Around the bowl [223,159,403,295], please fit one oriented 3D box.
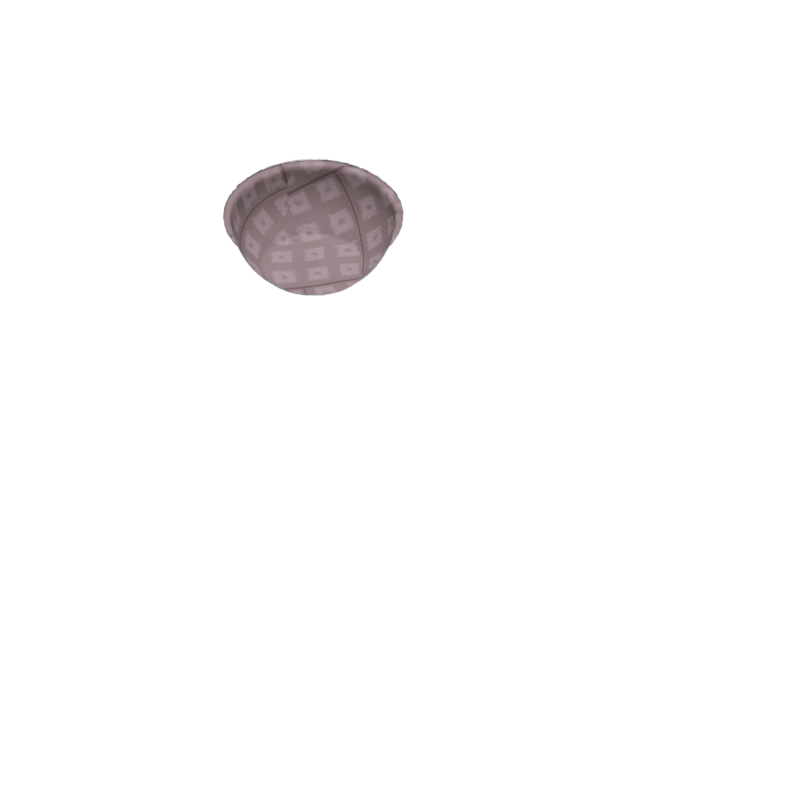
[{"bbox_3d":[-0.077,-0.140,0.978,0.162,0.059,0.152,1,-32,-2],"label":"bowl"}]
